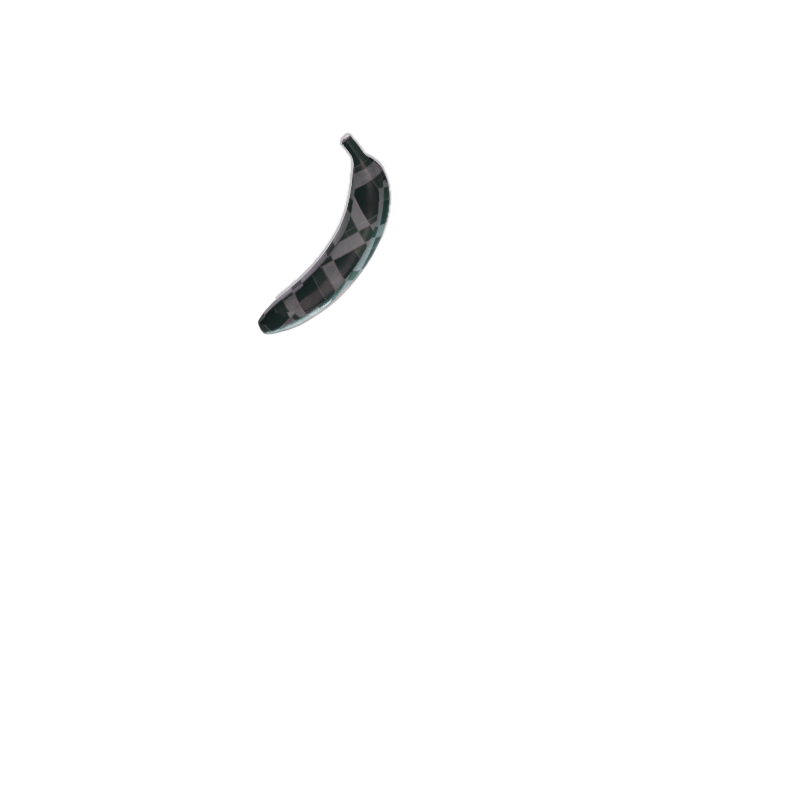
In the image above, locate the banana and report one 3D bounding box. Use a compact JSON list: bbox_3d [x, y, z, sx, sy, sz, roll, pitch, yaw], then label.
[{"bbox_3d":[-0.057,-0.135,0.970,0.068,0.192,0.038,23,18,-10],"label":"banana"}]
